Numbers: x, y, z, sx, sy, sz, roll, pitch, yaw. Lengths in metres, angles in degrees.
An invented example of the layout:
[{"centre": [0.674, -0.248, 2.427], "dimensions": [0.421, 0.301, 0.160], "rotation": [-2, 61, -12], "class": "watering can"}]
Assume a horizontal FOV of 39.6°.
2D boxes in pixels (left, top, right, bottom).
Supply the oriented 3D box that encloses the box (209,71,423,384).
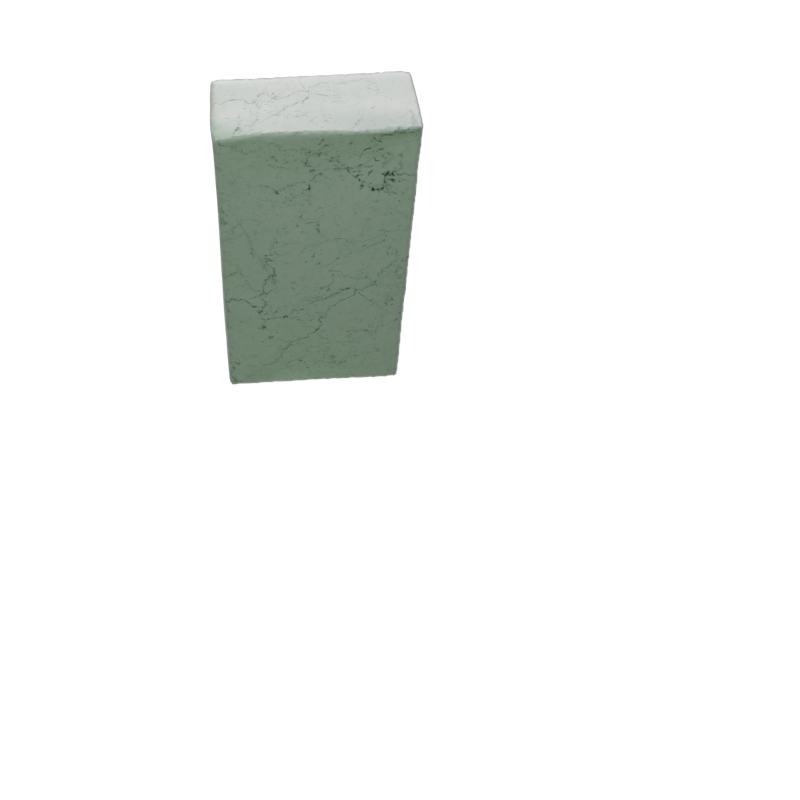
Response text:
[{"centre": [-0.043, -0.077, 0.542], "dimensions": [0.093, 0.052, 0.164], "rotation": [-3, -36, -6], "class": "box"}]
